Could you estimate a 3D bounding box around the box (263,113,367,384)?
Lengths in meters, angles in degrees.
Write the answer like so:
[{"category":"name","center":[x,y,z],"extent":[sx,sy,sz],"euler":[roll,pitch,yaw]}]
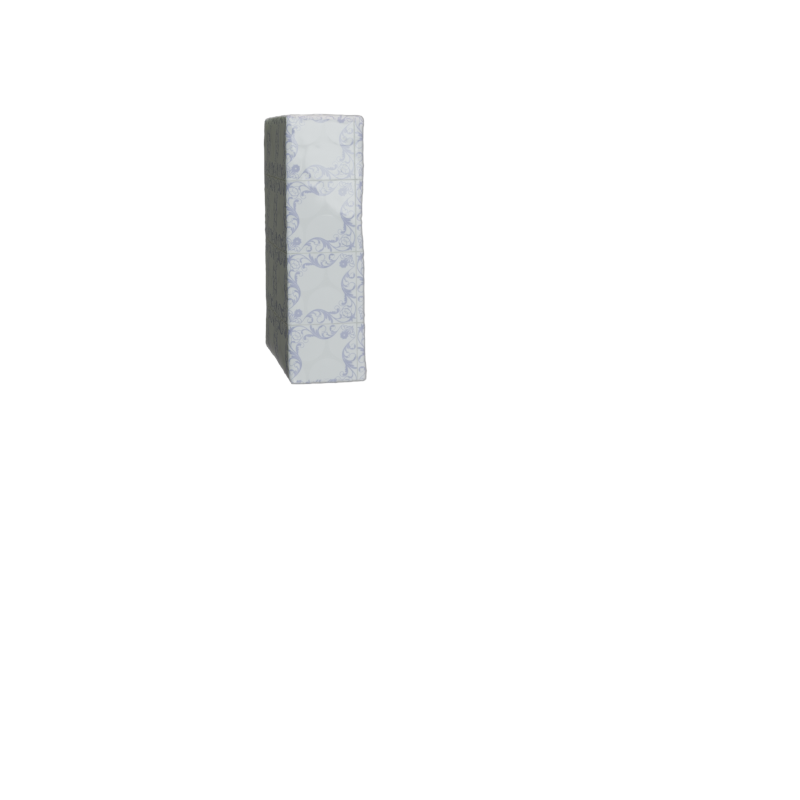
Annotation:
[{"category":"box","center":[-0.074,-0.135,0.948],"extent":[0.071,0.210,0.169],"euler":[-1,9,-12]}]
